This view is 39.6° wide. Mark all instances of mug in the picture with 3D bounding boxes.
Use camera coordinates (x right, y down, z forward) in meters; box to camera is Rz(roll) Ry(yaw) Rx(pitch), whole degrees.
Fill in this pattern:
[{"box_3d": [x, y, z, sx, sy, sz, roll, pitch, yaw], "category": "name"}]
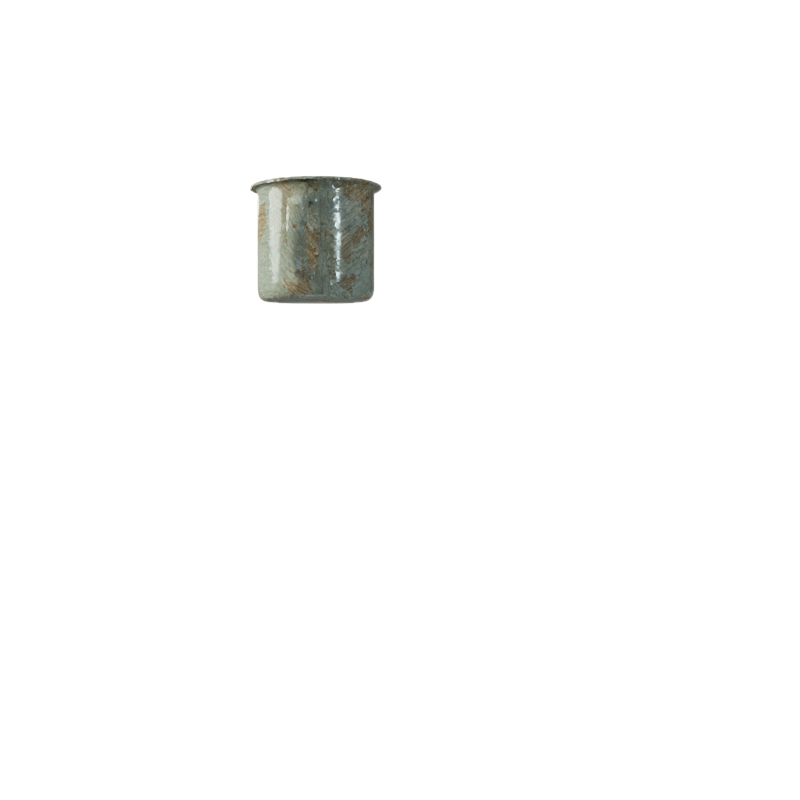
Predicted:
[{"box_3d": [-0.060, -0.110, 0.768, 0.094, 0.082, 0.115, 0, -1, 5], "category": "mug"}]
